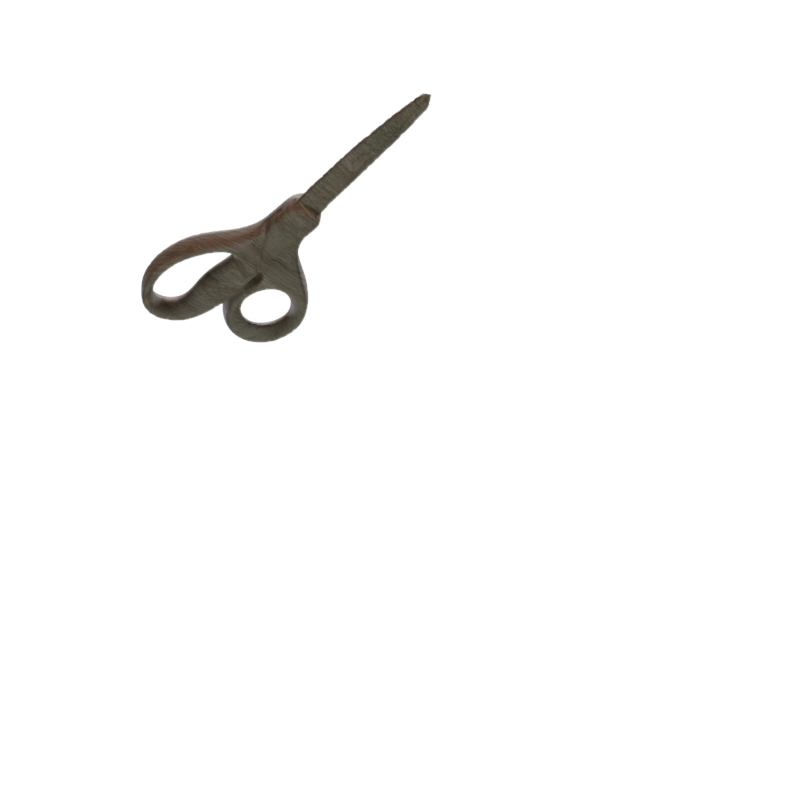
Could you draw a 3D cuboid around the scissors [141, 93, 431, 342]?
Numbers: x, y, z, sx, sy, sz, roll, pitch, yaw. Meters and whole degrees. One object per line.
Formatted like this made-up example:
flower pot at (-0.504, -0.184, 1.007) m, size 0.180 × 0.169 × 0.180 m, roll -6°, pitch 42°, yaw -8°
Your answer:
scissors at (-0.043, -0.079, 0.555) m, size 0.202 × 0.017 × 0.089 m, roll -23°, pitch -41°, yaw 29°
